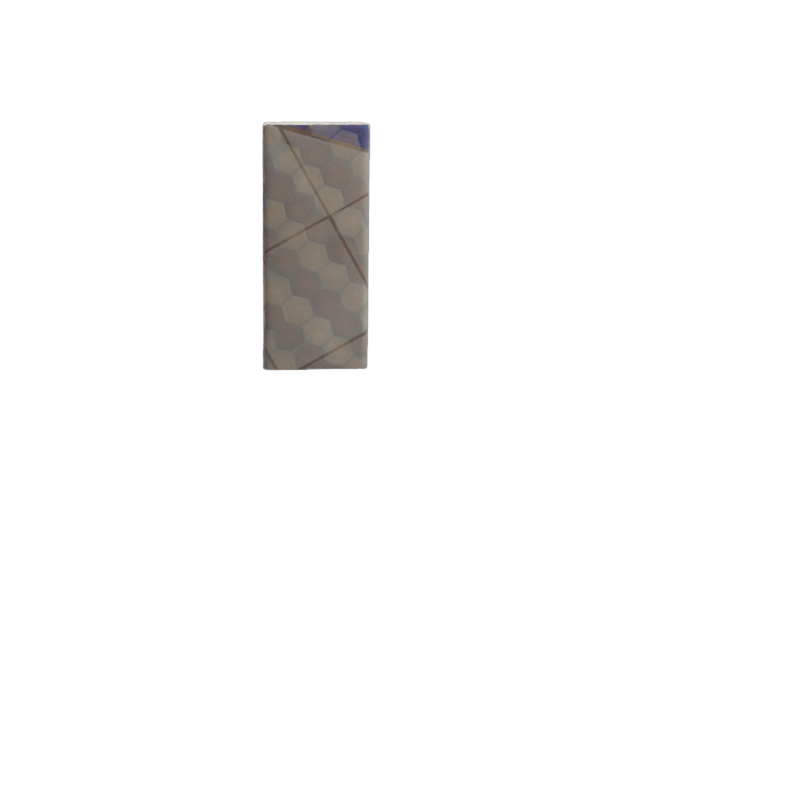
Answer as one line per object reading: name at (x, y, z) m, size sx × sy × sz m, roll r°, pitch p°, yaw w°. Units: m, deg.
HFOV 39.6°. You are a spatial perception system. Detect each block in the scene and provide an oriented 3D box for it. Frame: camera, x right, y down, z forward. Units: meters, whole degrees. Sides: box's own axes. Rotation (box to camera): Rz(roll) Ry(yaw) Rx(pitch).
block at (-0.074, -0.137, 0.960) m, size 0.090 × 0.202 × 0.093 m, roll 0°, pitch 8°, yaw -5°
